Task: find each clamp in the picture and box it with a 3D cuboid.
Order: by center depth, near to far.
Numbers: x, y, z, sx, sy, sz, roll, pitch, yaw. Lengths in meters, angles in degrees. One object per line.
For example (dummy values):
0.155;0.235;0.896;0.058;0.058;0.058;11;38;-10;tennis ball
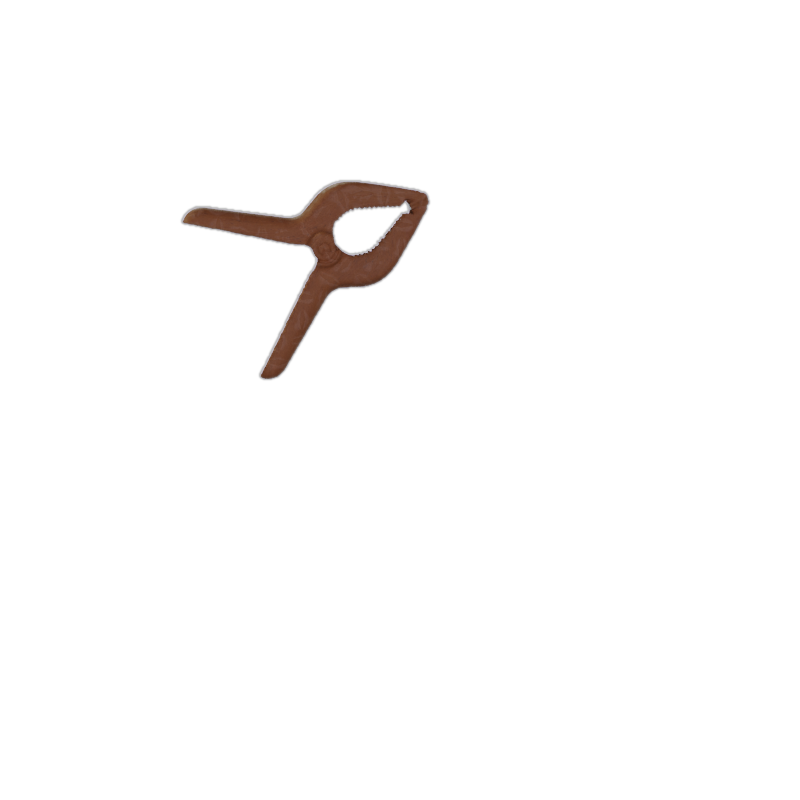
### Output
-0.076;-0.139;0.973;0.210;0.163;0.037;-33;3;2;clamp
